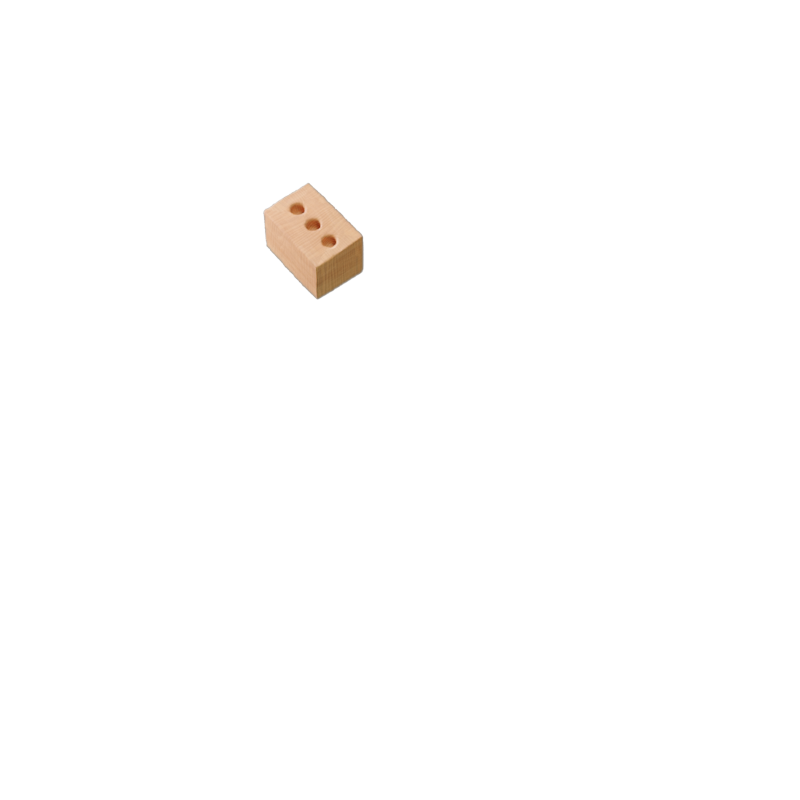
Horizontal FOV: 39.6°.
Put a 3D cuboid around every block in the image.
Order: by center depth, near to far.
[{"bbox_3d":[-0.075,-0.138,0.964,0.053,0.083,0.048,-34,-26,-21],"label":"block"}]
